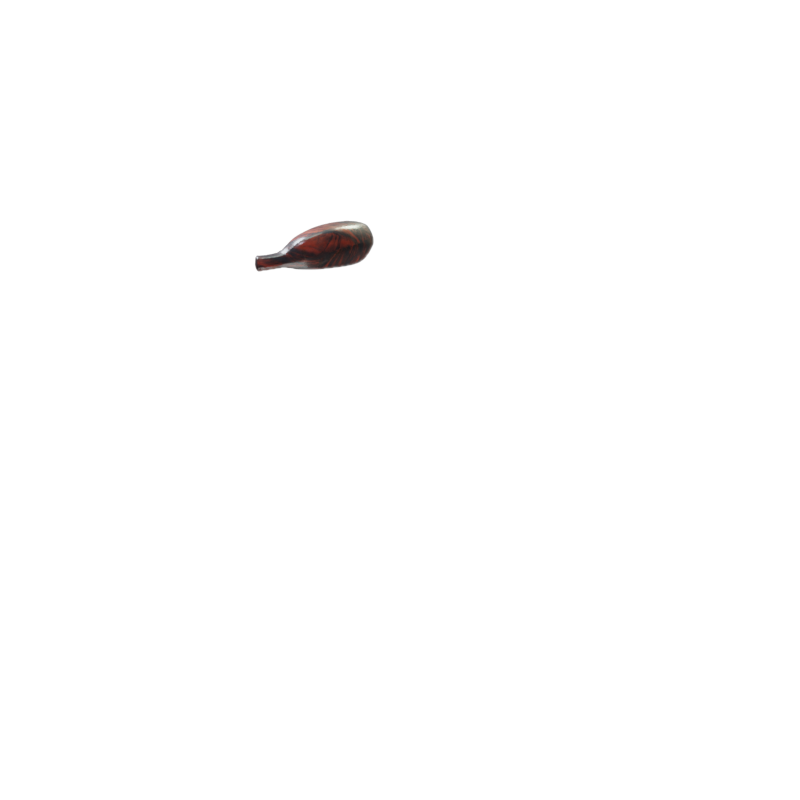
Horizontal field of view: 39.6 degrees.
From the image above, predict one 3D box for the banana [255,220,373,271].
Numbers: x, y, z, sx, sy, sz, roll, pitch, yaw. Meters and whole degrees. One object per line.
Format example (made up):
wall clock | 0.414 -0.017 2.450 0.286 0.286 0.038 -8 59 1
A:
banana | -0.057 -0.133 0.938 0.071 0.036 0.197 3 11 15
